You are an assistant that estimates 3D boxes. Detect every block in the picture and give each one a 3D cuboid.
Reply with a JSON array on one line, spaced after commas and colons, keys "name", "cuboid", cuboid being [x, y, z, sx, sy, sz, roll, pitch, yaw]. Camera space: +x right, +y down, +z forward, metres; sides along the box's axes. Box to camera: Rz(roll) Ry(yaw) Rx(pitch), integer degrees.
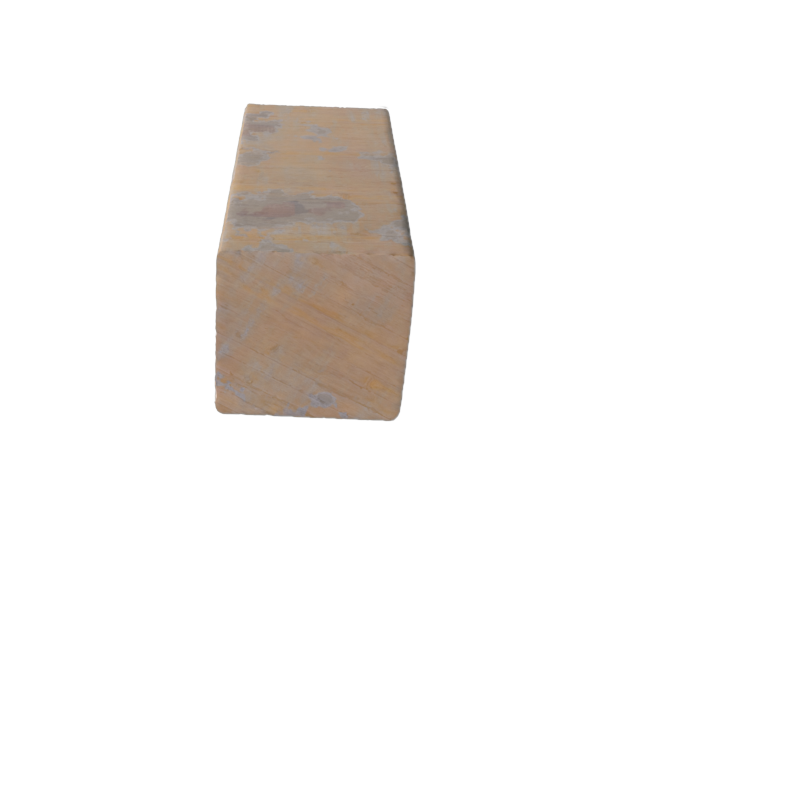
[{"name": "block", "cuboid": [-0.047, -0.085, 0.601, 0.090, 0.085, 0.219, 2, 31, -5]}]
